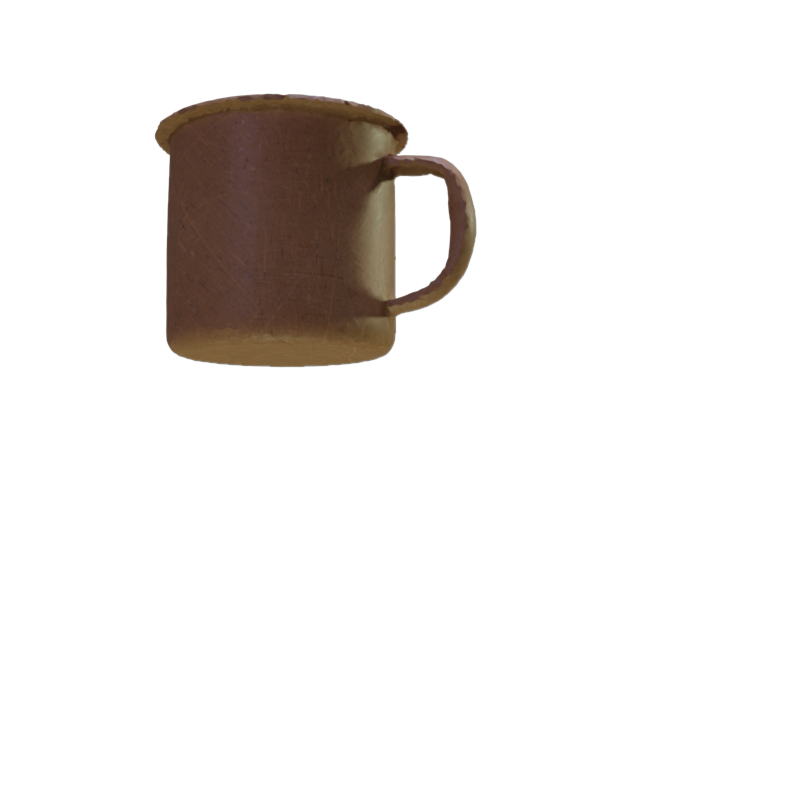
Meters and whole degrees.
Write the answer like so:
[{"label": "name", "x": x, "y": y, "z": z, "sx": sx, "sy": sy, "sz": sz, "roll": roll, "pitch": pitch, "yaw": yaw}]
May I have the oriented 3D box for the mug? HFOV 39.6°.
[{"label": "mug", "x": -0.031, "y": -0.057, "z": 0.396, "sx": 0.119, "sy": 0.084, "sz": 0.089, "roll": -2, "pitch": -8, "yaw": 15}]
